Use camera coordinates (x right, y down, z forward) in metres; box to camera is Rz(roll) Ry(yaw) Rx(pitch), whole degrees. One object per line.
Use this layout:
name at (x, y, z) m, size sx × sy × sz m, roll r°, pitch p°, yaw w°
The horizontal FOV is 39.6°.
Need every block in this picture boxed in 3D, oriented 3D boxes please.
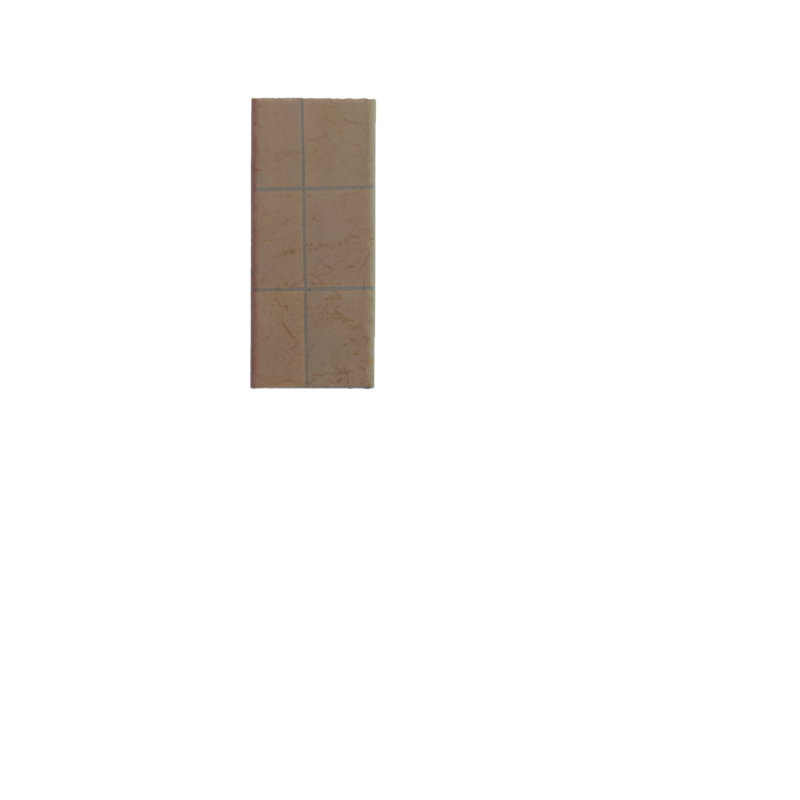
block at (-0.064, -0.118, 0.826) m, size 0.090 × 0.205 × 0.091 m, roll 0°, pitch 3°, yaw -2°
